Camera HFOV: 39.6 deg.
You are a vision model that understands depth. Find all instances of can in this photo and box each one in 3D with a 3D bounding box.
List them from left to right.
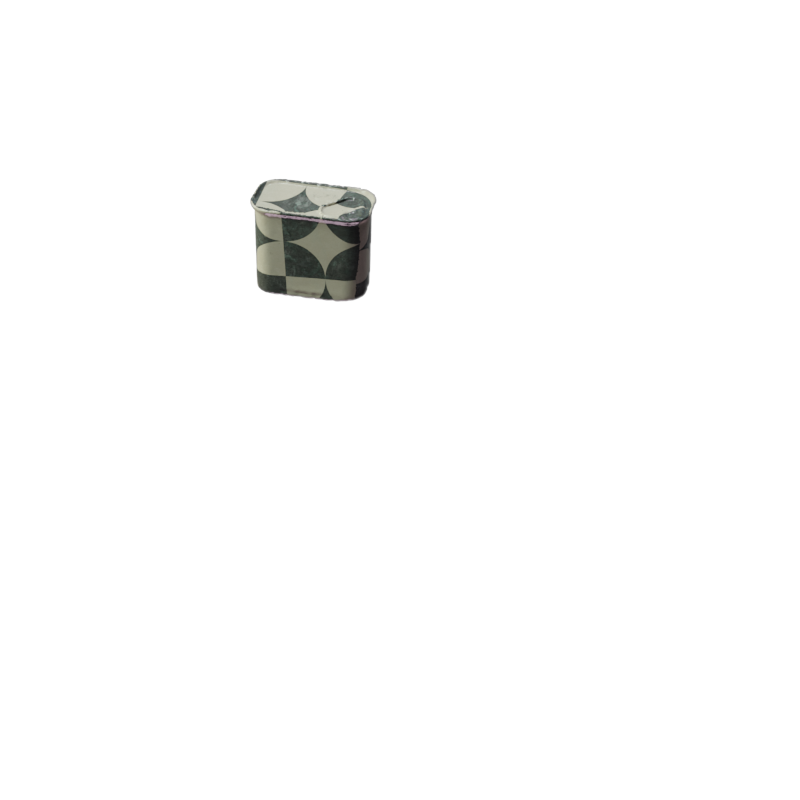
[{"bbox_3d":[-0.073,-0.134,0.939,0.104,0.079,0.060,8,35,10],"label":"can"}]
